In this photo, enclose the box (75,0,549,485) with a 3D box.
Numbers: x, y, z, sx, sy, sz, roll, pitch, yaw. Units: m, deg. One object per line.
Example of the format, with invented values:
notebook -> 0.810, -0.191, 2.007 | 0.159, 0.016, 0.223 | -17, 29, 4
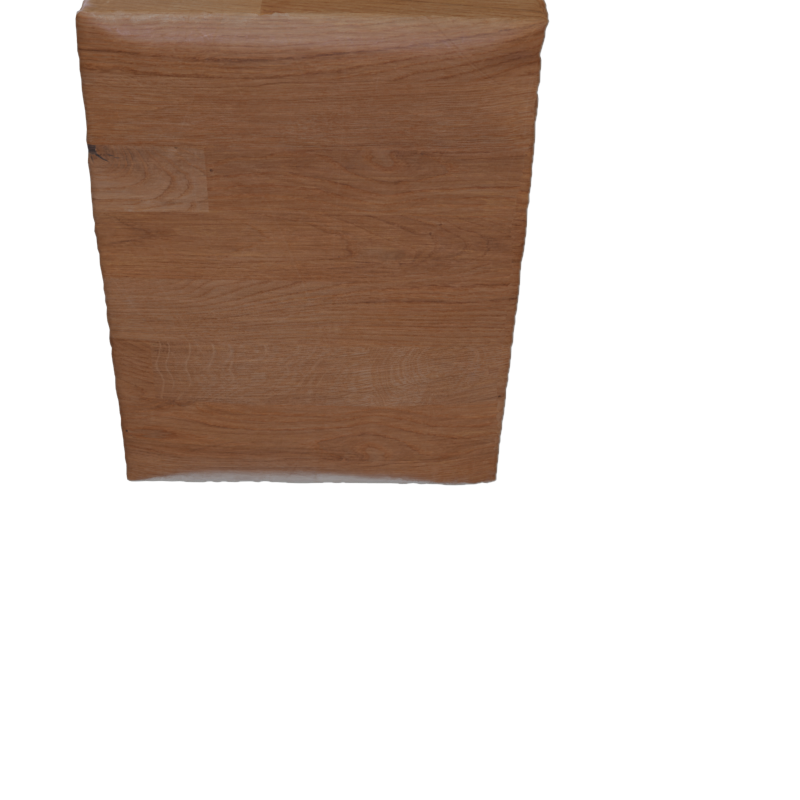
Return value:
box -> -0.035, -0.064, 0.447 | 0.164, 0.200, 0.076 | 2, 34, 0
